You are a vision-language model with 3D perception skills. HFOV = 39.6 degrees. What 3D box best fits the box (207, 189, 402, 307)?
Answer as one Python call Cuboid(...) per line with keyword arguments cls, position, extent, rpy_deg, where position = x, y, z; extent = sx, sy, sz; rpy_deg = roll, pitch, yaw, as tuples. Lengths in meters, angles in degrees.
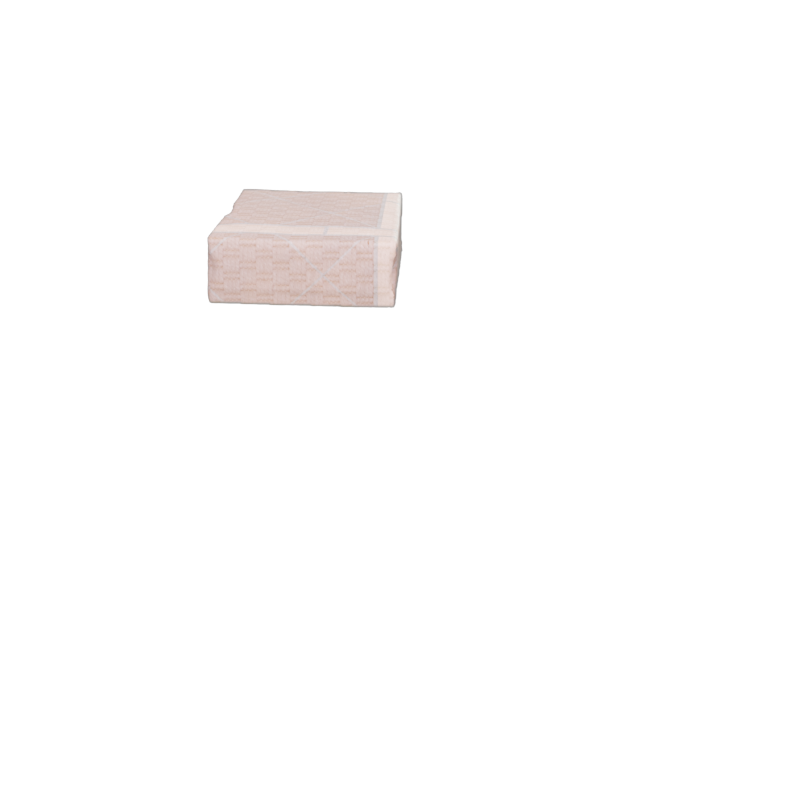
Cuboid(cls="box", position=(-0.036, -0.066, 0.462), extent=(0.074, 0.029, 0.093), rpy_deg=(2, 22, 4))
